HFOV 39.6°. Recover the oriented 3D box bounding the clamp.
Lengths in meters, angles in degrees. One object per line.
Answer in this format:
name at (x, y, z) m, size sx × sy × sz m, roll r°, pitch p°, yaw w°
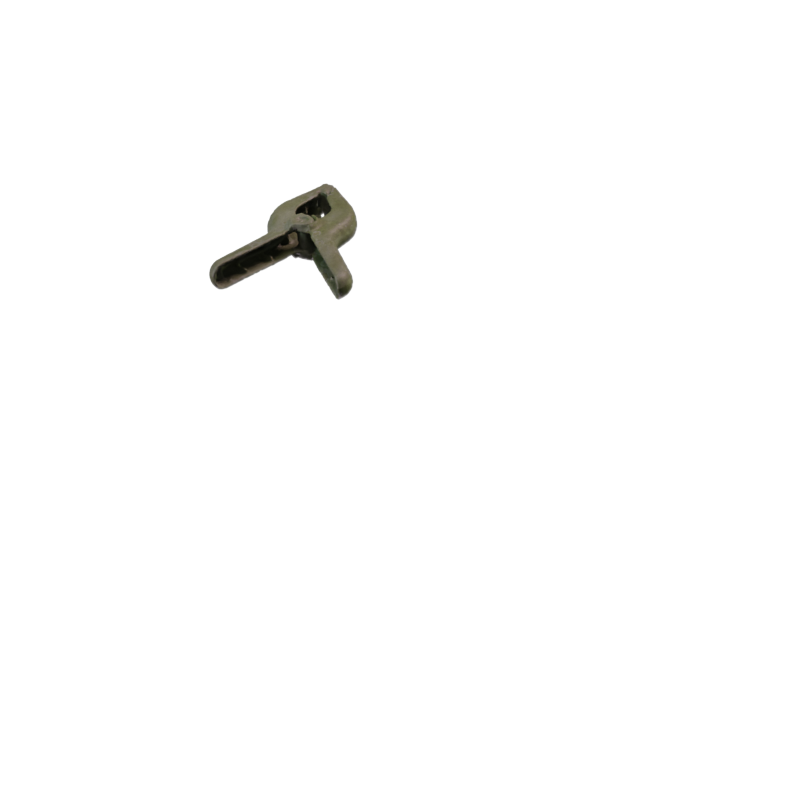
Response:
clamp at (-0.075, -0.136, 0.954) m, size 0.124 × 0.037 × 0.177 m, roll 14°, pitch 40°, yaw 17°
